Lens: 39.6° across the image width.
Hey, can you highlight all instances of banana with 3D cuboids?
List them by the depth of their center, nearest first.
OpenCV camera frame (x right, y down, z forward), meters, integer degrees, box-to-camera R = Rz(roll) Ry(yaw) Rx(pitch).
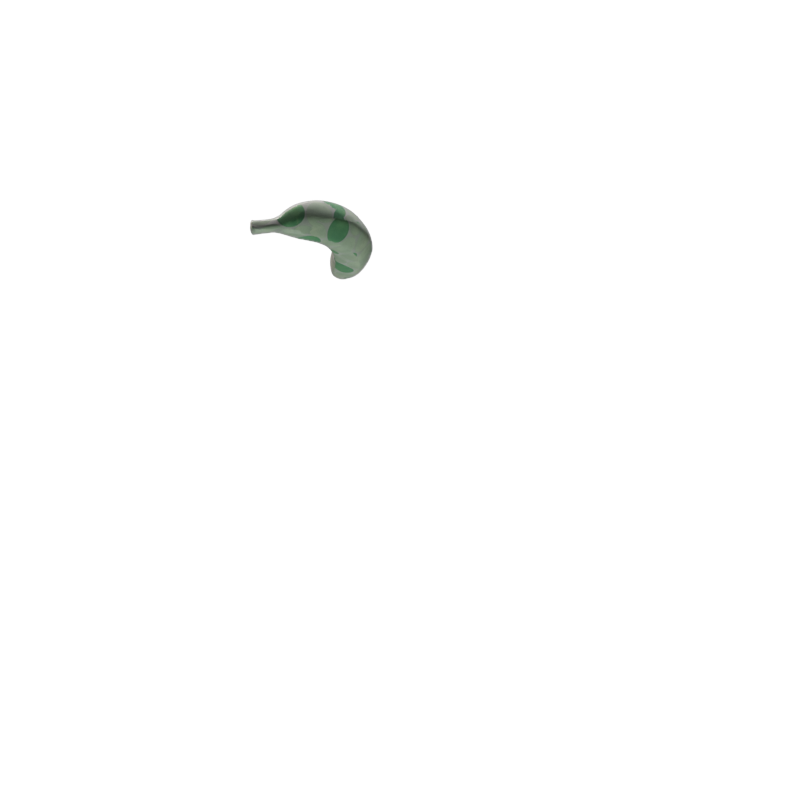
[{"bbox_3d":[-0.061,-0.142,0.977,0.071,0.038,0.188,-4,-9,20],"label":"banana"}]
